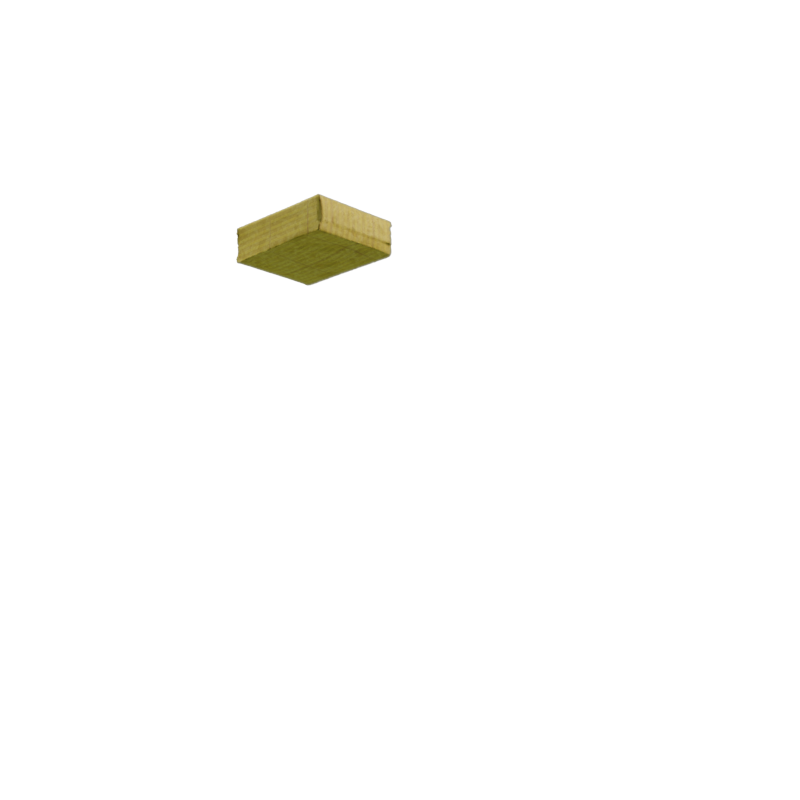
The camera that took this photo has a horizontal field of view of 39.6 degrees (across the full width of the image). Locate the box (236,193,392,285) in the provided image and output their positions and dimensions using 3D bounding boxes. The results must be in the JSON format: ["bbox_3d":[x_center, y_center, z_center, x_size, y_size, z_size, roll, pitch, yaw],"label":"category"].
[{"bbox_3d":[-0.077,-0.141,0.987,0.115,0.041,0.085,-16,-23,42],"label":"box"}]
